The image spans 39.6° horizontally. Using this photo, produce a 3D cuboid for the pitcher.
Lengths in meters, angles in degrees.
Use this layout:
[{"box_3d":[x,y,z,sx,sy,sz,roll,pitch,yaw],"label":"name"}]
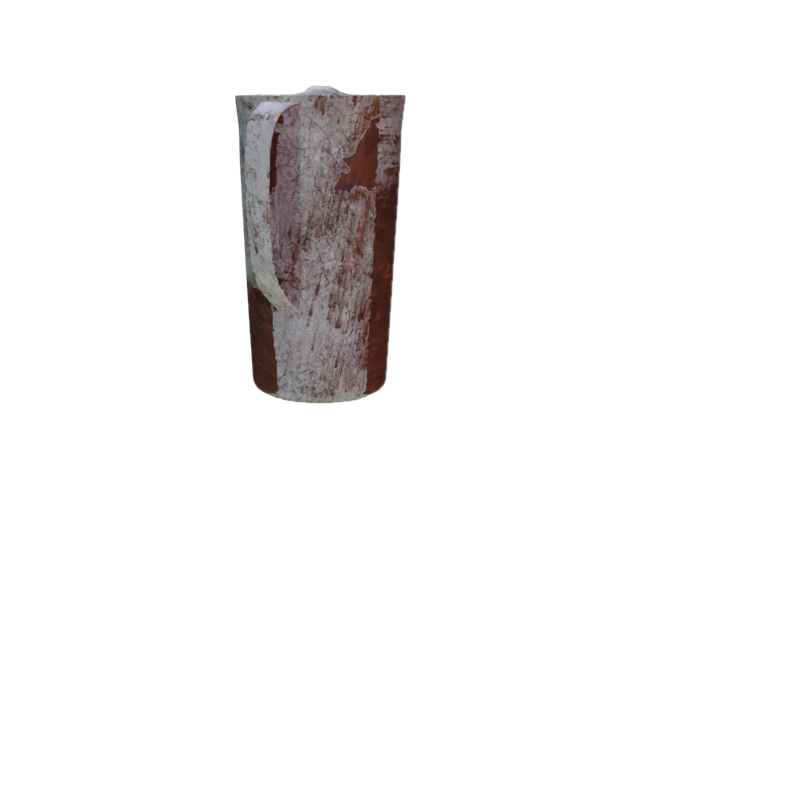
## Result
[{"box_3d":[-0.068,-0.124,0.871,0.145,0.239,0.151,-3,9,-23],"label":"pitcher"}]
